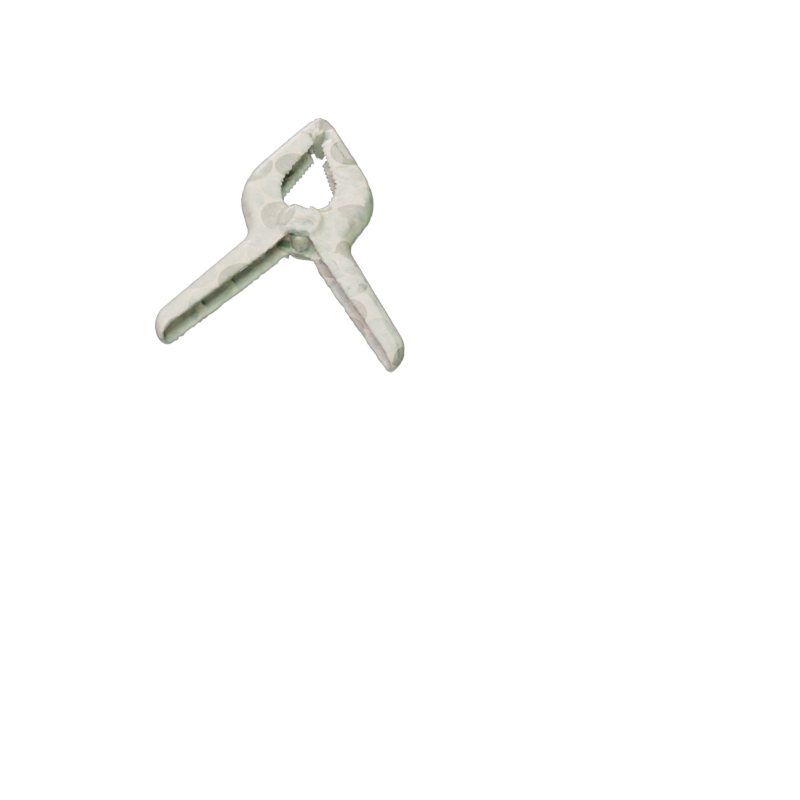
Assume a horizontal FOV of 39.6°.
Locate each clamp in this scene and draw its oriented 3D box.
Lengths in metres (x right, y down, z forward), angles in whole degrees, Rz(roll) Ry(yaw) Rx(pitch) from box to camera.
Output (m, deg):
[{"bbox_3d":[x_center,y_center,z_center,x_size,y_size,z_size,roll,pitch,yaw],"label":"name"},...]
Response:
[{"bbox_3d":[-0.061,-0.111,0.775,0.167,0.221,0.034,12,-34,8],"label":"clamp"}]
